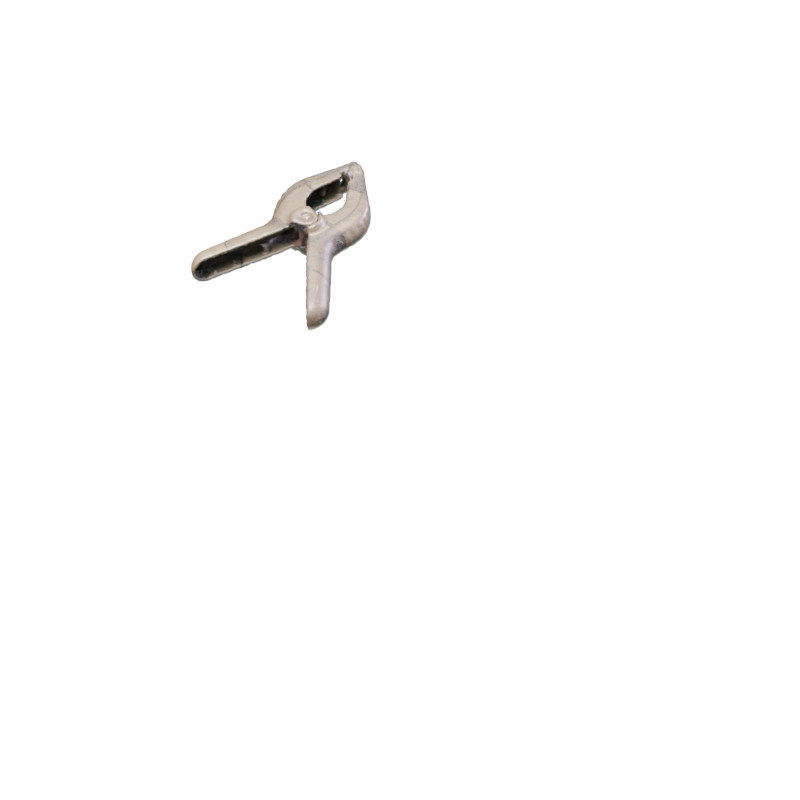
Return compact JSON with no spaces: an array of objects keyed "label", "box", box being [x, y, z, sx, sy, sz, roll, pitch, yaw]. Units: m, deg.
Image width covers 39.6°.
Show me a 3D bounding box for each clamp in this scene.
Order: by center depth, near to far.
[{"label":"clamp","box":[-0.069,-0.127,0.886,0.126,0.174,0.037,33,-30,22]}]
